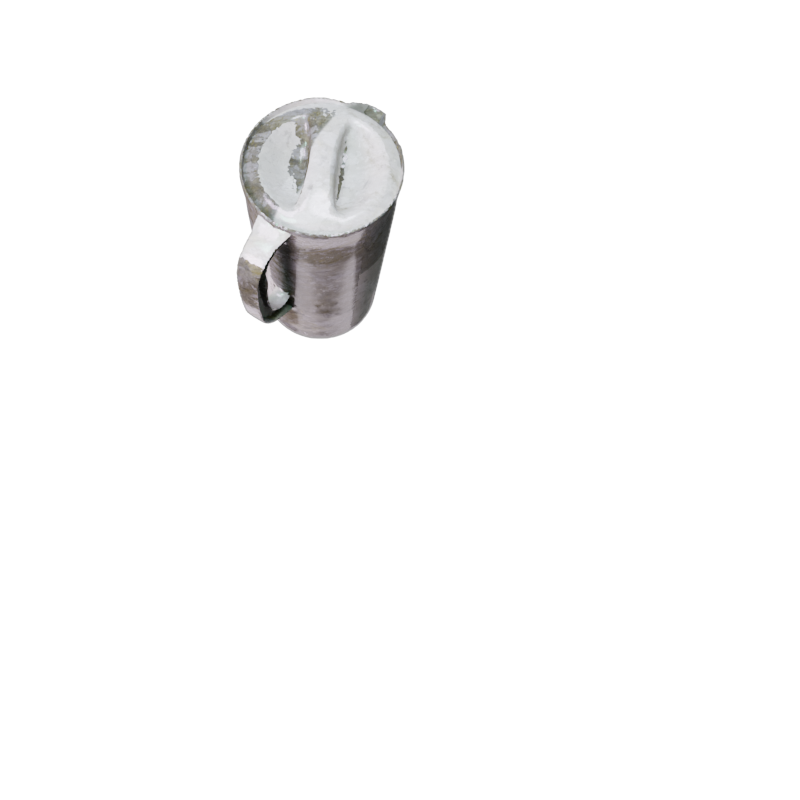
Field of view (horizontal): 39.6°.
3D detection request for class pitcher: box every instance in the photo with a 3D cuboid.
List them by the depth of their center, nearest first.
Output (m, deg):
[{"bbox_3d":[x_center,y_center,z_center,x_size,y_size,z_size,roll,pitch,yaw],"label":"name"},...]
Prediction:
[{"bbox_3d":[-0.077,-0.141,0.987,0.148,0.154,0.230,-10,-23,-8],"label":"pitcher"}]
